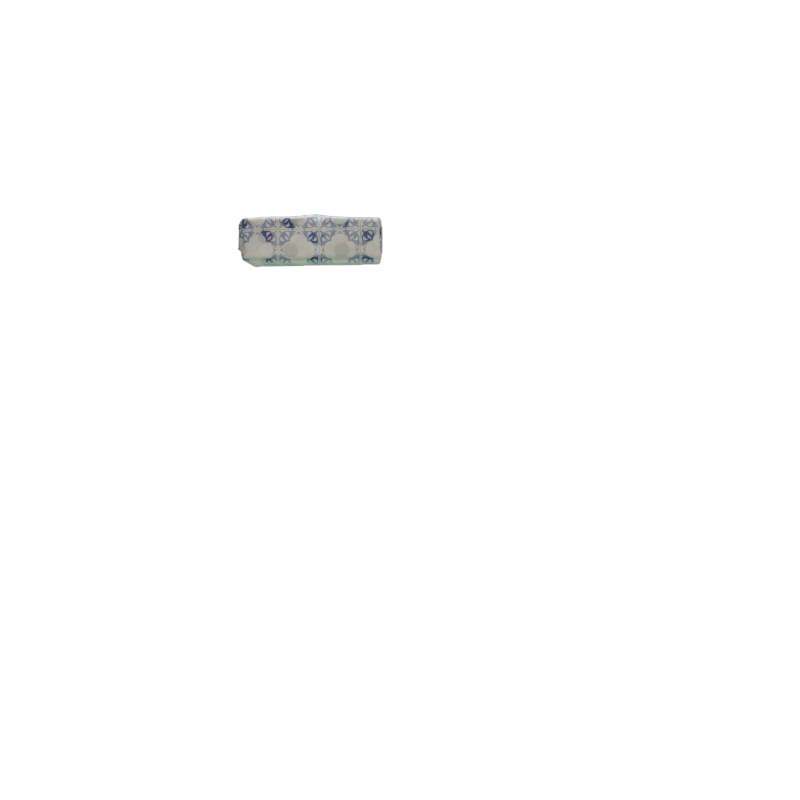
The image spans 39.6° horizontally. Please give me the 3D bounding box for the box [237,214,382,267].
[{"bbox_3d":[-0.056,-0.102,0.715,0.089,0.030,0.073,0,4,2],"label":"box"}]
